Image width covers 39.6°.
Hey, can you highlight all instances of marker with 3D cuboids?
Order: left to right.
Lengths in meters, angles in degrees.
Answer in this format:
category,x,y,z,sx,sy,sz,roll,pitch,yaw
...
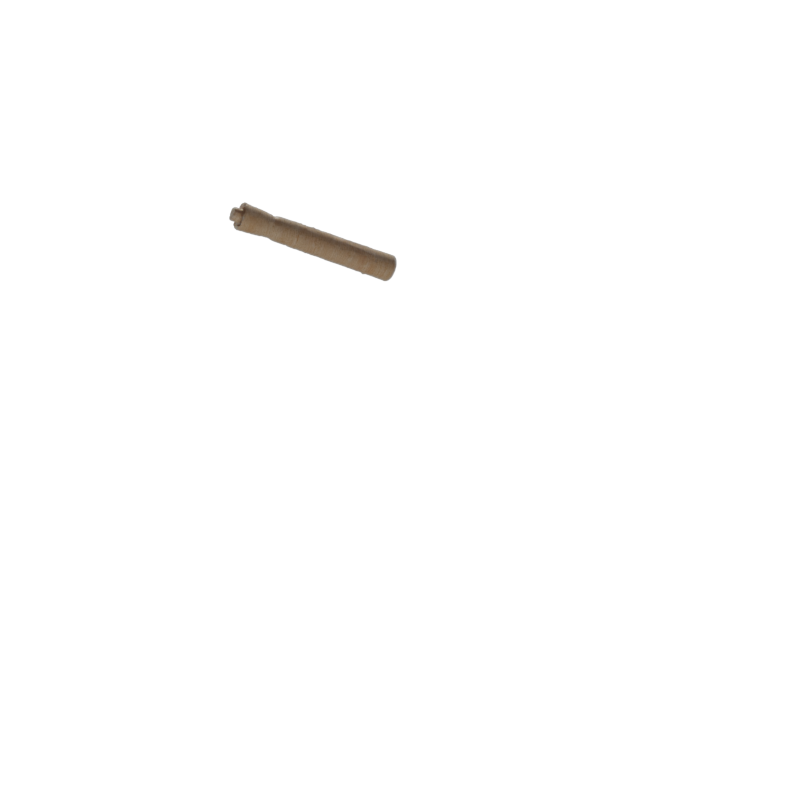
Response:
category,x,y,z,sx,sy,sz,roll,pitch,yaw
marker,-0.058,-0.106,0.743,0.116,0.020,0.020,17,-3,-23
